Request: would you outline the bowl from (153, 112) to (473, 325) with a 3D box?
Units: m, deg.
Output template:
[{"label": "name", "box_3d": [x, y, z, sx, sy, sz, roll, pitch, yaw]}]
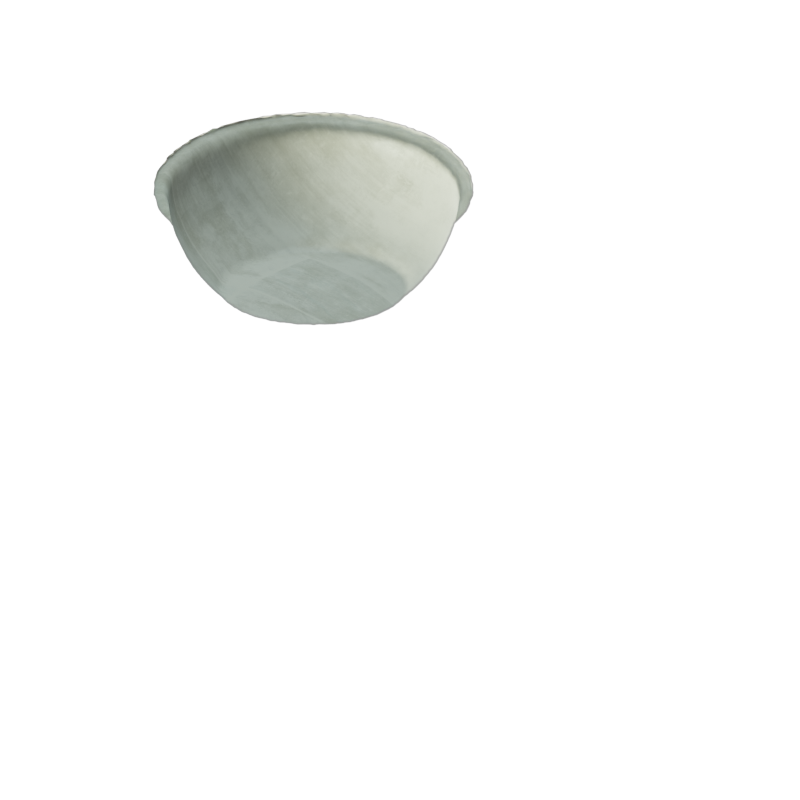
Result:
[{"label": "bowl", "box_3d": [-0.043, -0.079, 0.554, 0.162, 0.058, 0.154, 0, -20, -2]}]
